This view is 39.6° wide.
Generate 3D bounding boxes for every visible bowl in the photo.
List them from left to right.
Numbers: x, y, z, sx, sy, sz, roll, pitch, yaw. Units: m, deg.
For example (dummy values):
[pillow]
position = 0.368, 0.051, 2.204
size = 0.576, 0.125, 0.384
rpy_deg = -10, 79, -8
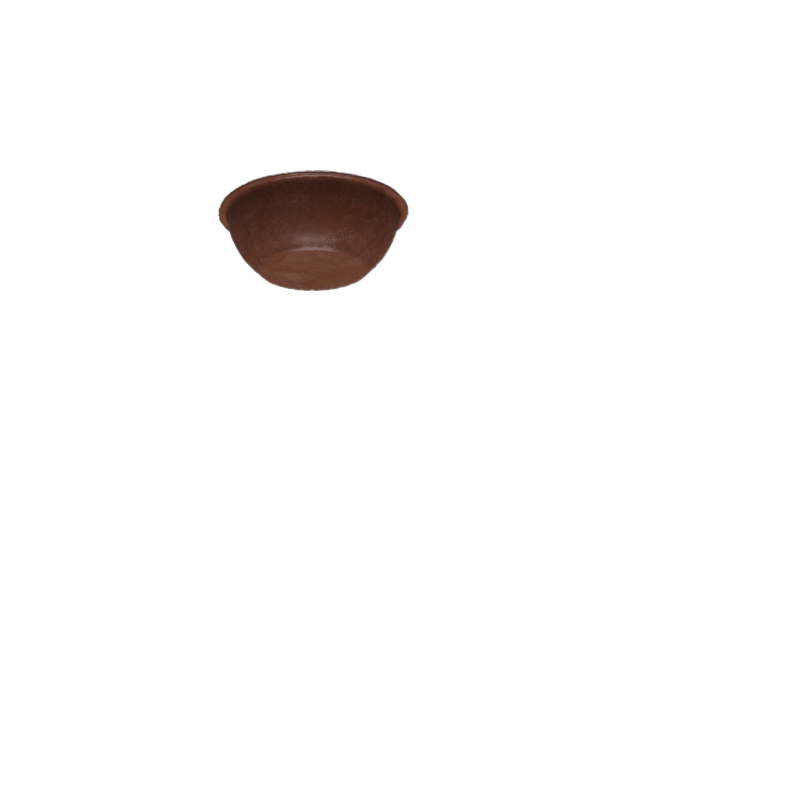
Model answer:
[bowl]
position = -0.073, -0.133, 0.933
size = 0.162, 0.058, 0.155
rpy_deg = 0, -17, -2
